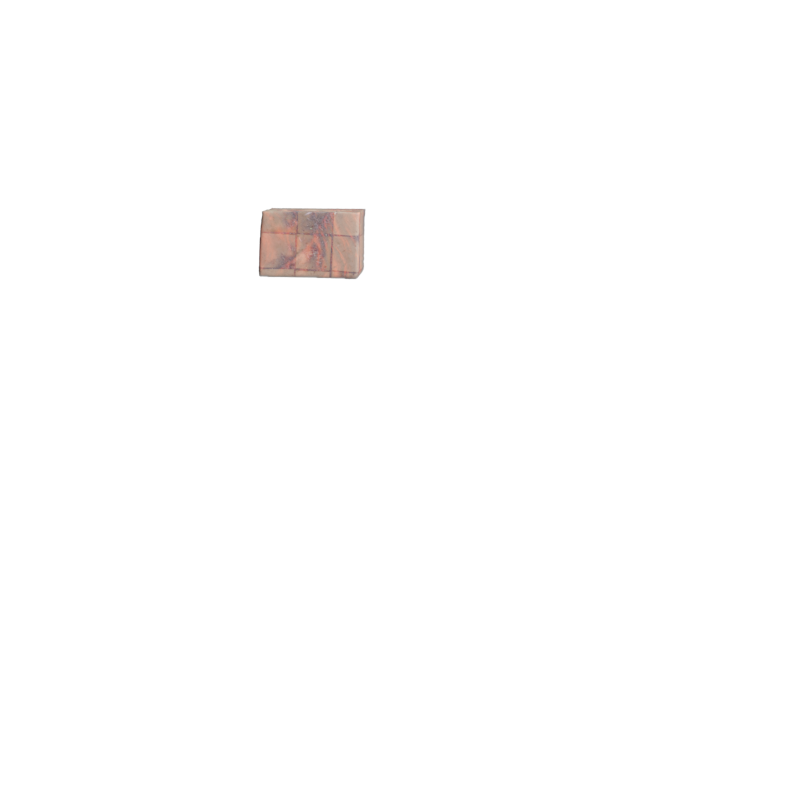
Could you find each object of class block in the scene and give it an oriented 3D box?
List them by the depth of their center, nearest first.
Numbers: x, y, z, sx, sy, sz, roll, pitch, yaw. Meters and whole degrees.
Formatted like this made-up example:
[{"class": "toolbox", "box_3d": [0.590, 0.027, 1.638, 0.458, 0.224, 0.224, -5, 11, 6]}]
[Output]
[{"class": "block", "box_3d": [-0.068, -0.124, 0.871, 0.079, 0.050, 0.053, 2, 10, 7]}]
